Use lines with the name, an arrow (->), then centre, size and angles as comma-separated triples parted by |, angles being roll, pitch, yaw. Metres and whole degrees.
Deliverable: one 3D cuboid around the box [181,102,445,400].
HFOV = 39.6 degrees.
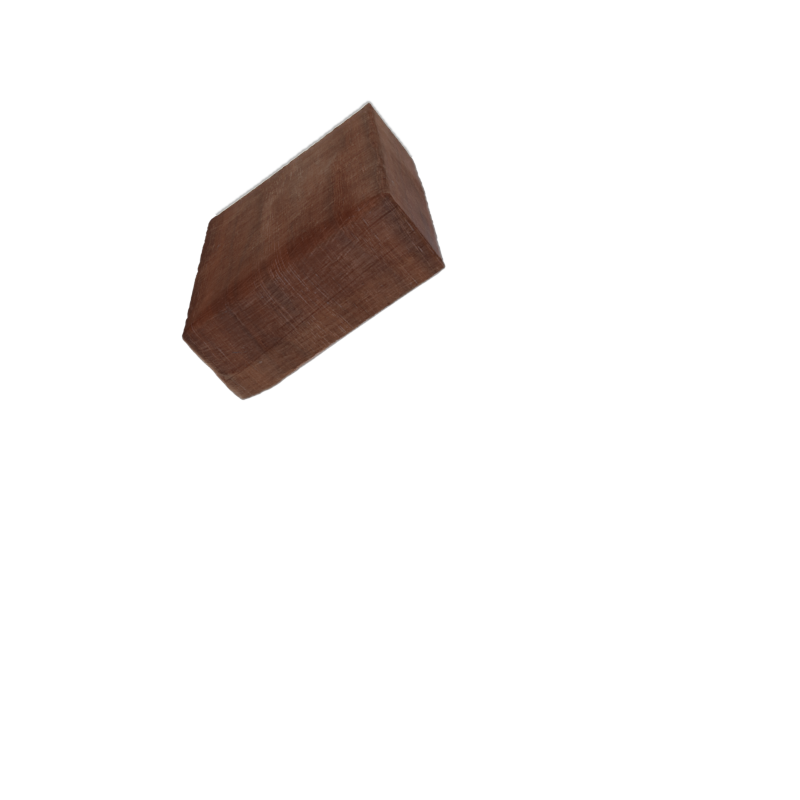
box -> -0.062, -0.112, 0.787 | 0.163, 0.068, 0.226 | -34, 25, 13
